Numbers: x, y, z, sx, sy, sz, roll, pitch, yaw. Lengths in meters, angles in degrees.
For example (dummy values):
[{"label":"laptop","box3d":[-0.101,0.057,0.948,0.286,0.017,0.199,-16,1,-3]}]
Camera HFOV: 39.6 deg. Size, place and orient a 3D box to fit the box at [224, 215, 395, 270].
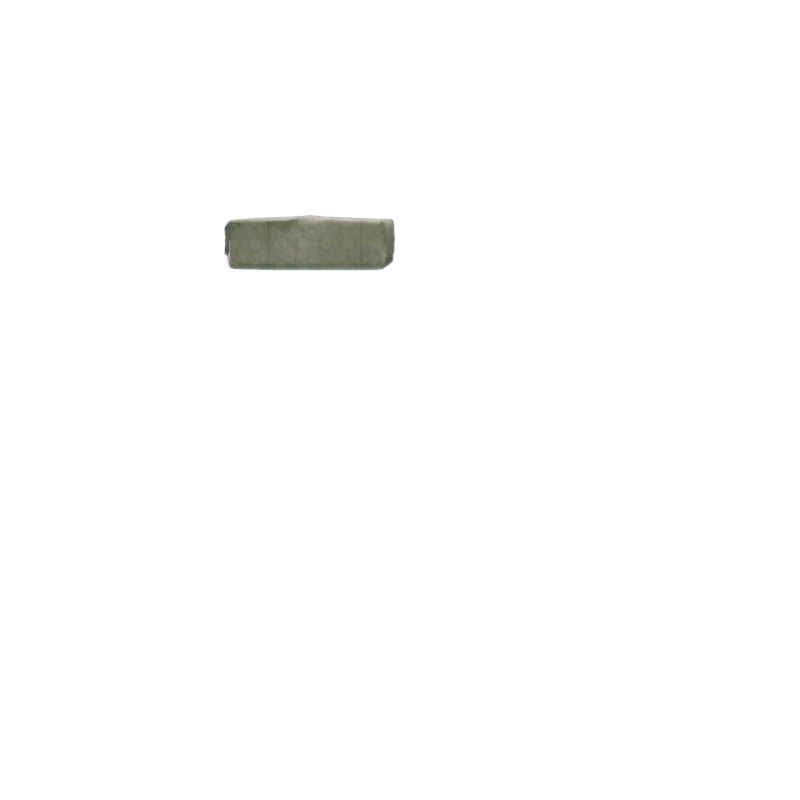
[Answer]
[{"label":"box","box3d":[-0.050,-0.091,0.635,0.090,0.030,0.073,1,8,6]}]
